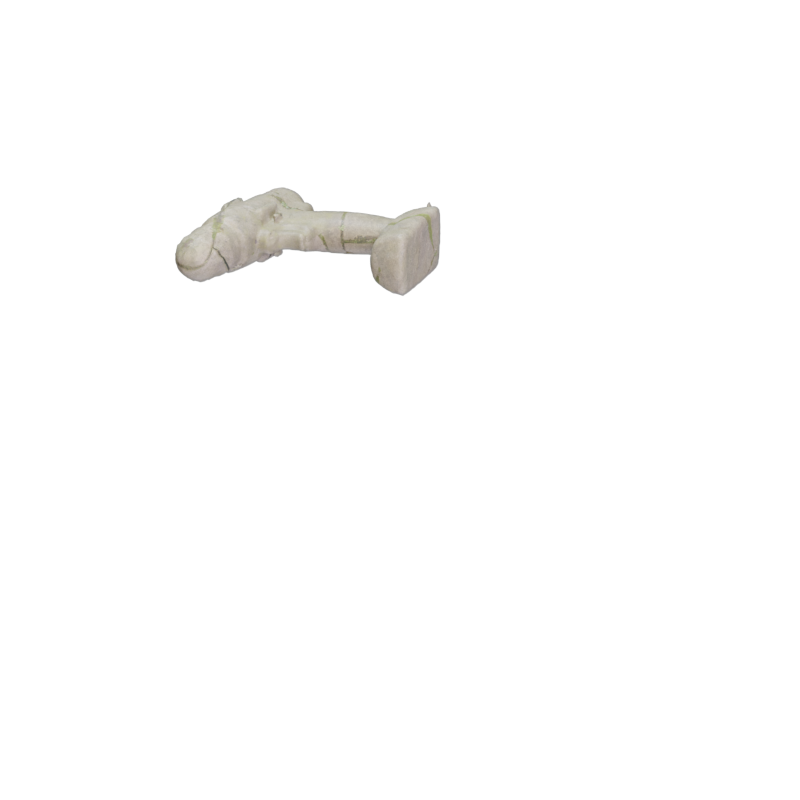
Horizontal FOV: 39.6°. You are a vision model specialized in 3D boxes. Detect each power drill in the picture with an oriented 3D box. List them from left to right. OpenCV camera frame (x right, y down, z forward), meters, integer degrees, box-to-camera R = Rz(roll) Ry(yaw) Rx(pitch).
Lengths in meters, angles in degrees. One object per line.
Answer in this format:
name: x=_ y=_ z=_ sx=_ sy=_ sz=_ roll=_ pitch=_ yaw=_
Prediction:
power drill: x=-0.072 y=-0.132 z=0.924 sx=0.194 sy=0.055 sz=0.187 roll=10 pitch=27 yaw=21
